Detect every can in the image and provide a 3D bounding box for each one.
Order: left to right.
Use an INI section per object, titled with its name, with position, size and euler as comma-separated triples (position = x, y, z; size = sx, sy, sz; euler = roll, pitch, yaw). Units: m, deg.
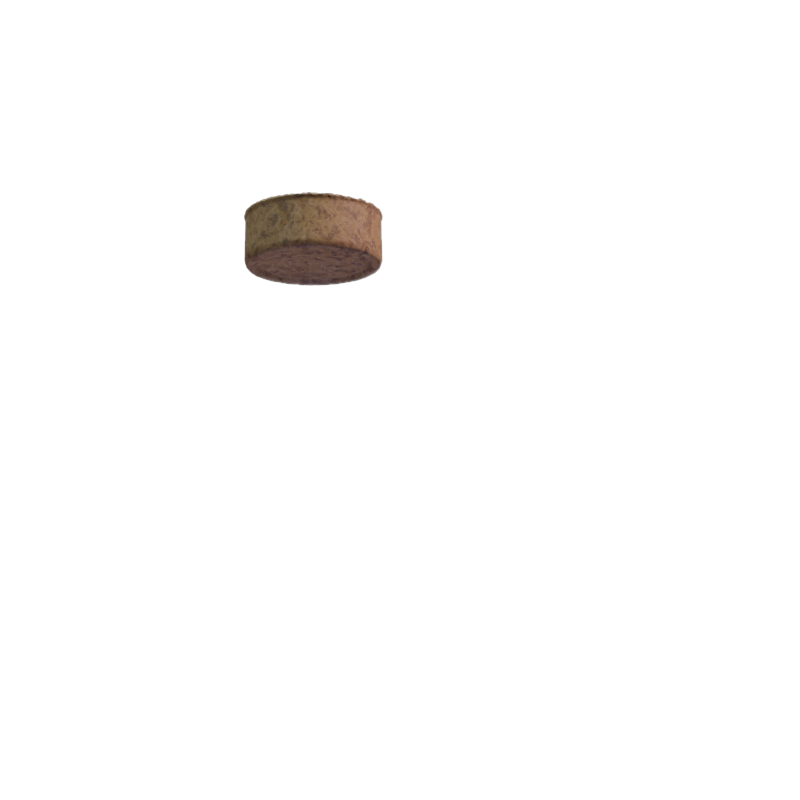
[can]
position = -0.053, -0.097, 0.682
size = 0.086, 0.035, 0.083
euler = 0, -12, -2
